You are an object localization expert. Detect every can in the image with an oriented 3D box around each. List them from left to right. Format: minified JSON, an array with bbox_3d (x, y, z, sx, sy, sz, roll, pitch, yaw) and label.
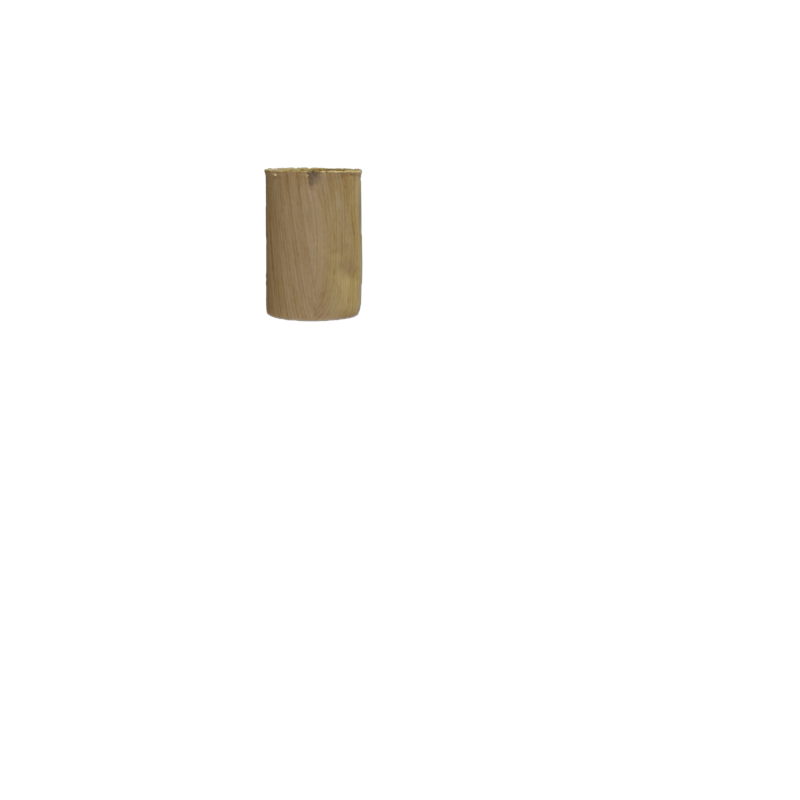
[{"bbox_3d":[-0.061,-0.111,0.775,0.068,0.100,0.070,0,9,-2],"label":"can"}]
